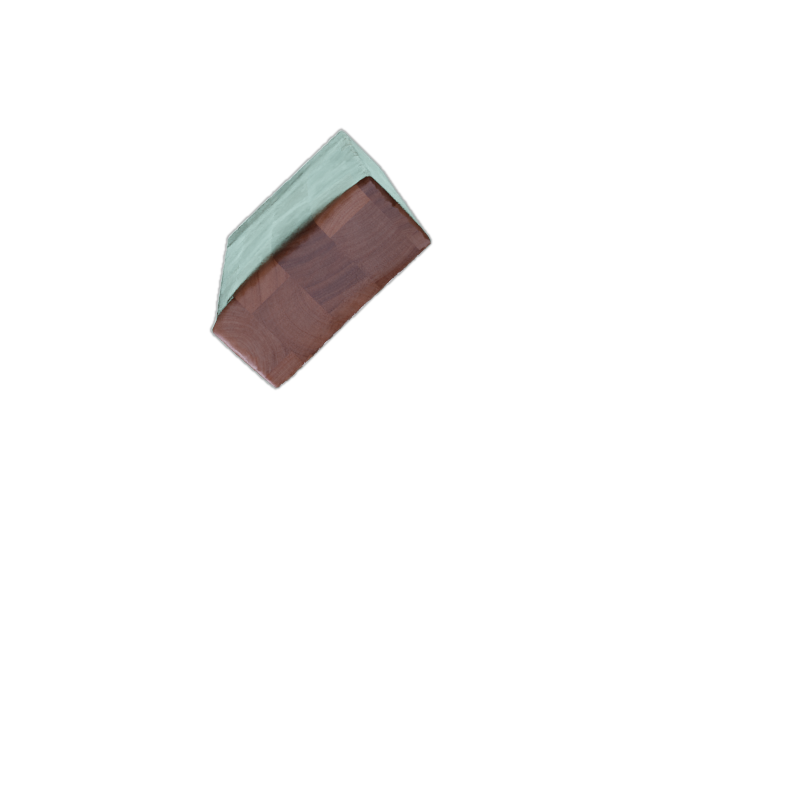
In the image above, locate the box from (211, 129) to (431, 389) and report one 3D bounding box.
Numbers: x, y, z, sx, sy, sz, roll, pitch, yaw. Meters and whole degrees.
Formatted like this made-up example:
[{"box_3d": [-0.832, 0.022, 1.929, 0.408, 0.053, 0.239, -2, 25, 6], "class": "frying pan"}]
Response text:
[{"box_3d": [-0.042, -0.076, 0.535, 0.093, 0.047, 0.183, -42, 16, 9], "class": "box"}]
